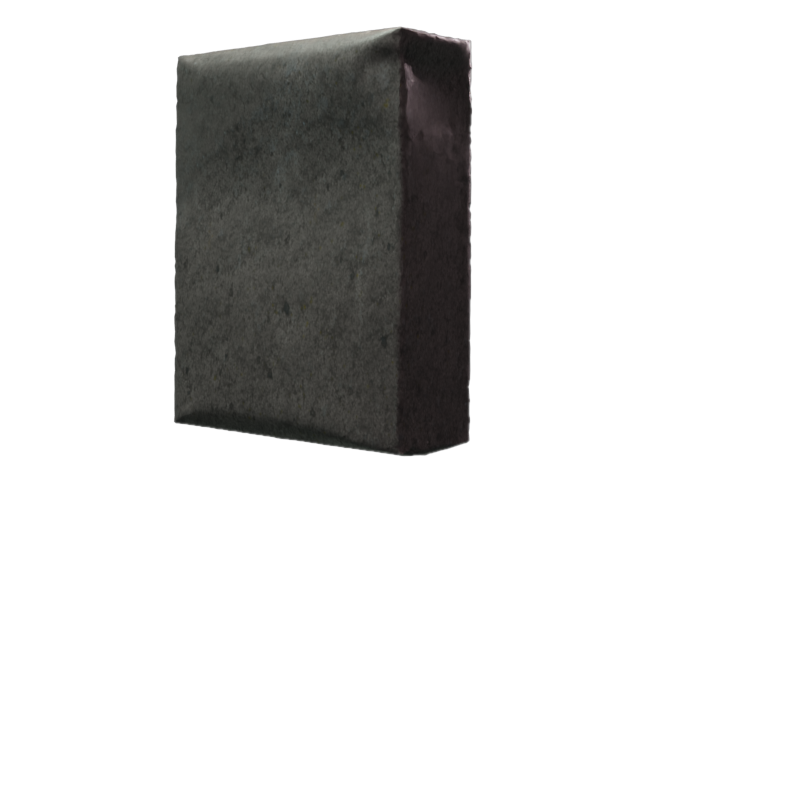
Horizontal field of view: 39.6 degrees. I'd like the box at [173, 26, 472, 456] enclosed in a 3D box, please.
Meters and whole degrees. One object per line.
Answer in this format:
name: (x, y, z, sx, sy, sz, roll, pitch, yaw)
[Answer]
box: (-0.047, -0.086, 0.606, 0.171, 0.213, 0.069, 3, 4, 38)
